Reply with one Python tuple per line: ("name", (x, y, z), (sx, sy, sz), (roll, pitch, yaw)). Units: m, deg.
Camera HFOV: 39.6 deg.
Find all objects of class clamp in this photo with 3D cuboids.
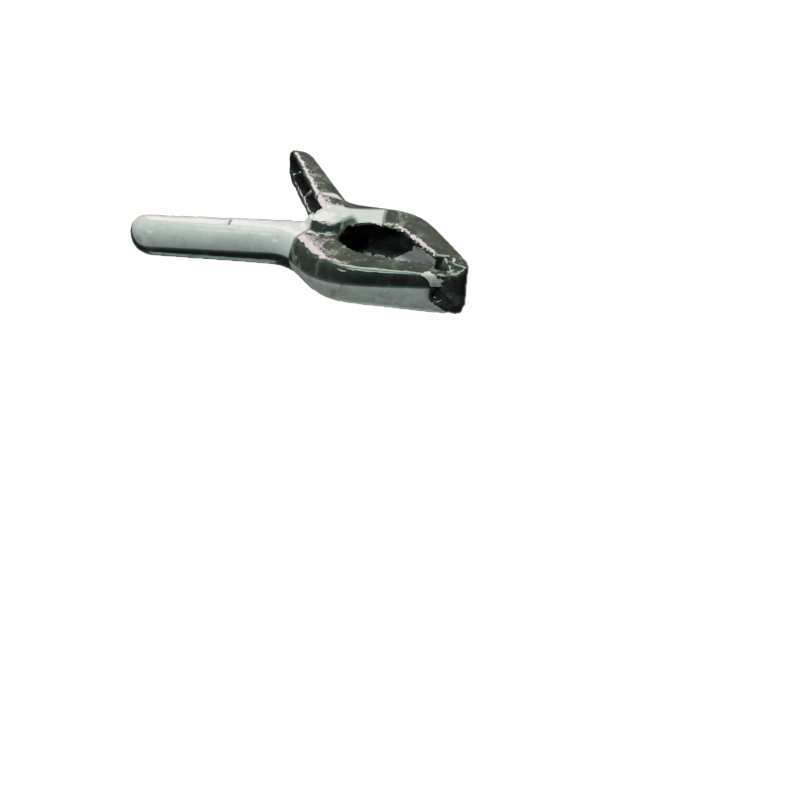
("clamp", (-0.054, -0.099, 0.696), (0.164, 0.034, 0.224), (-28, 43, -36))
